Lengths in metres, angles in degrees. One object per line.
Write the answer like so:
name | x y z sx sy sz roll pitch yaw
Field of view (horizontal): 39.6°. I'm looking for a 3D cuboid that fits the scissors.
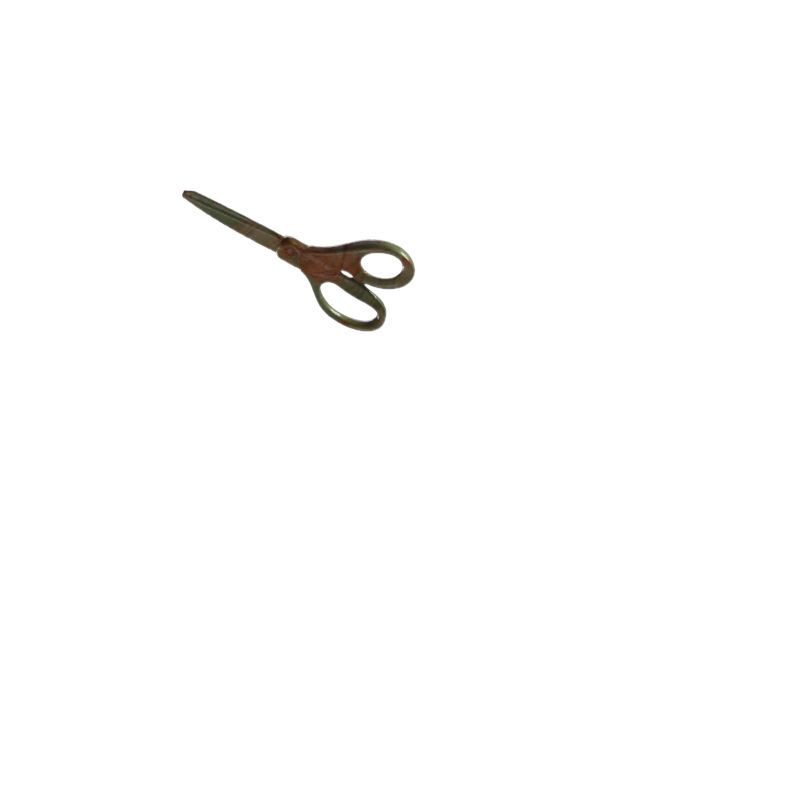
scissors | -0.069 -0.126 0.879 0.096 0.017 0.189 -34 -59 24
